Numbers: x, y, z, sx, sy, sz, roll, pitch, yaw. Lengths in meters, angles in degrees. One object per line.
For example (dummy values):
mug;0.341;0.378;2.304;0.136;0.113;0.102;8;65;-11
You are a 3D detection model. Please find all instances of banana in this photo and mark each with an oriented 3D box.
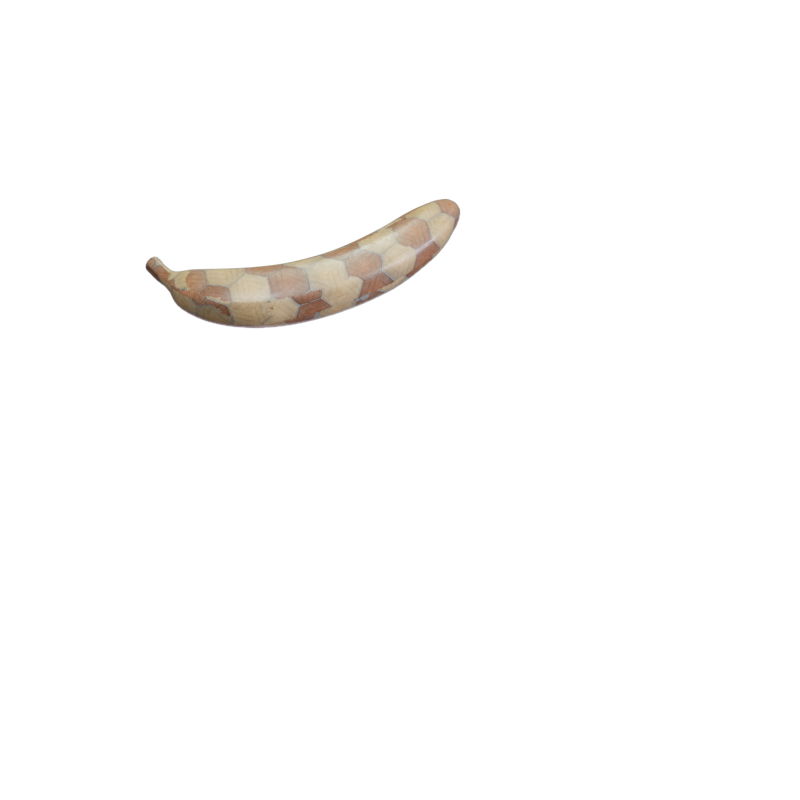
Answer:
banana;-0.052;-0.079;0.665;0.196;0.075;0.034;-11;-30;-7
